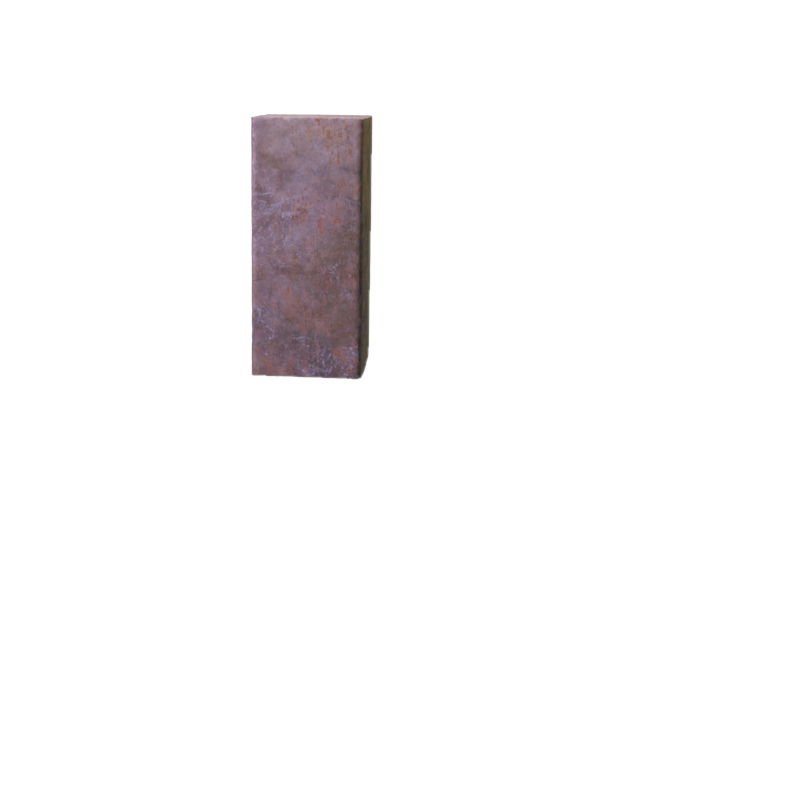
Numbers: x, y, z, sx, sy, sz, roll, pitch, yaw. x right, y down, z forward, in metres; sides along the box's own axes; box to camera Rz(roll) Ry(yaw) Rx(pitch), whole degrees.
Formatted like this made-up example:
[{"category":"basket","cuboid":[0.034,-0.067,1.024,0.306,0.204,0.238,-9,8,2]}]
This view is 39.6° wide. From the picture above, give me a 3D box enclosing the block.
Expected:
[{"category":"block","cuboid":[-0.071,-0.130,0.910,0.091,0.202,0.091,1,9,5]}]
